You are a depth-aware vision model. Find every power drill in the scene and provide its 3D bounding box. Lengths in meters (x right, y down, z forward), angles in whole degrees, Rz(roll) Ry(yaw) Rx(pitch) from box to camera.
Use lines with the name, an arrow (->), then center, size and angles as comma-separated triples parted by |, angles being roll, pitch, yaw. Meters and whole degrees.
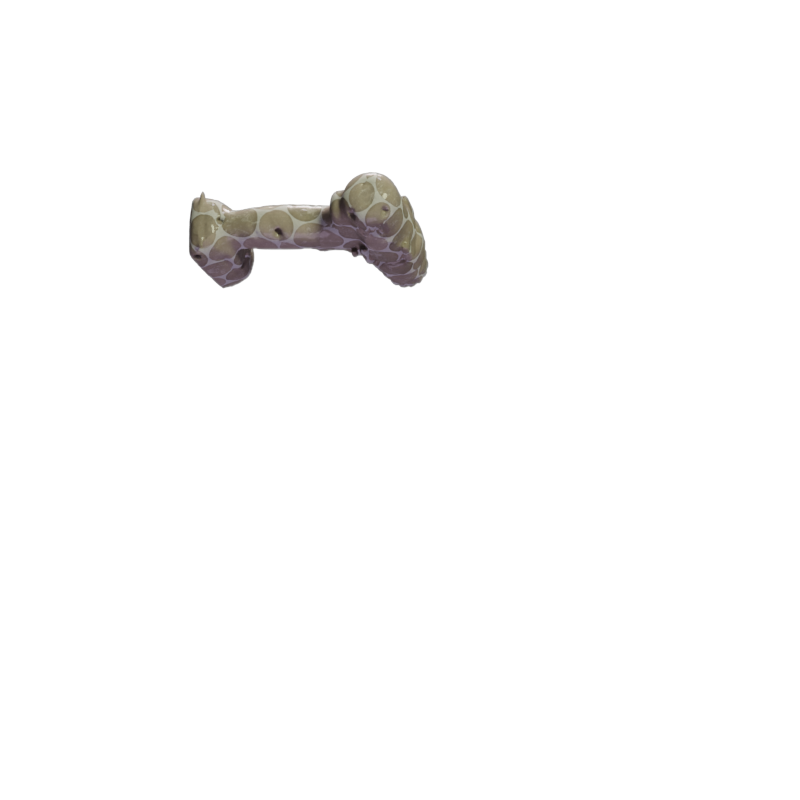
power drill -> -0.075, -0.136, 0.953 | 0.190, 0.060, 0.173 | -4, -18, 12
